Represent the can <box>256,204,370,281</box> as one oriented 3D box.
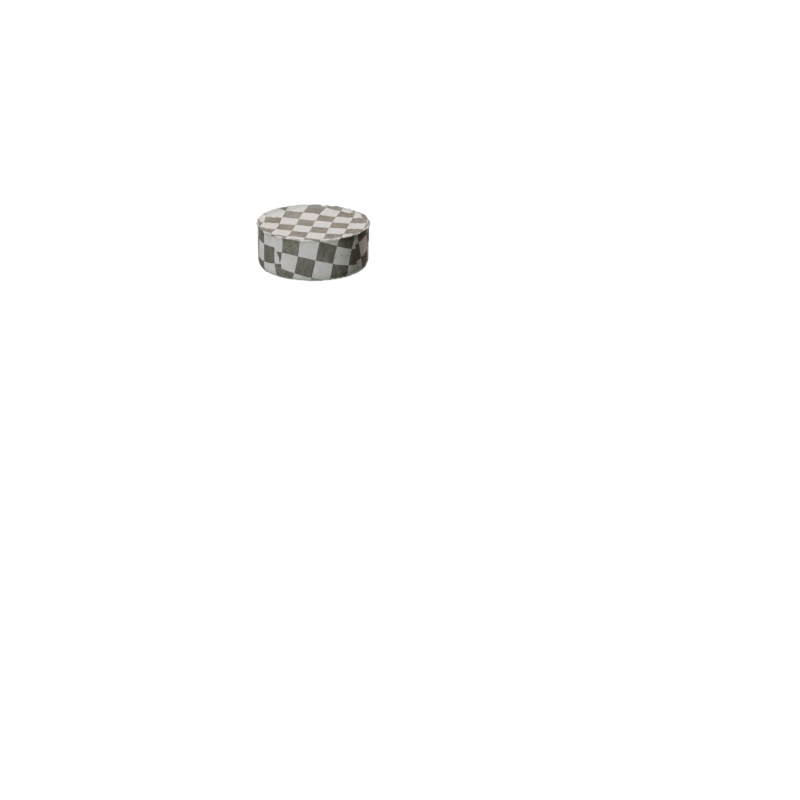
[{"bbox_3d":[-0.066,-0.120,0.842,0.086,0.032,0.090,-1,25,-2],"label":"can"}]
